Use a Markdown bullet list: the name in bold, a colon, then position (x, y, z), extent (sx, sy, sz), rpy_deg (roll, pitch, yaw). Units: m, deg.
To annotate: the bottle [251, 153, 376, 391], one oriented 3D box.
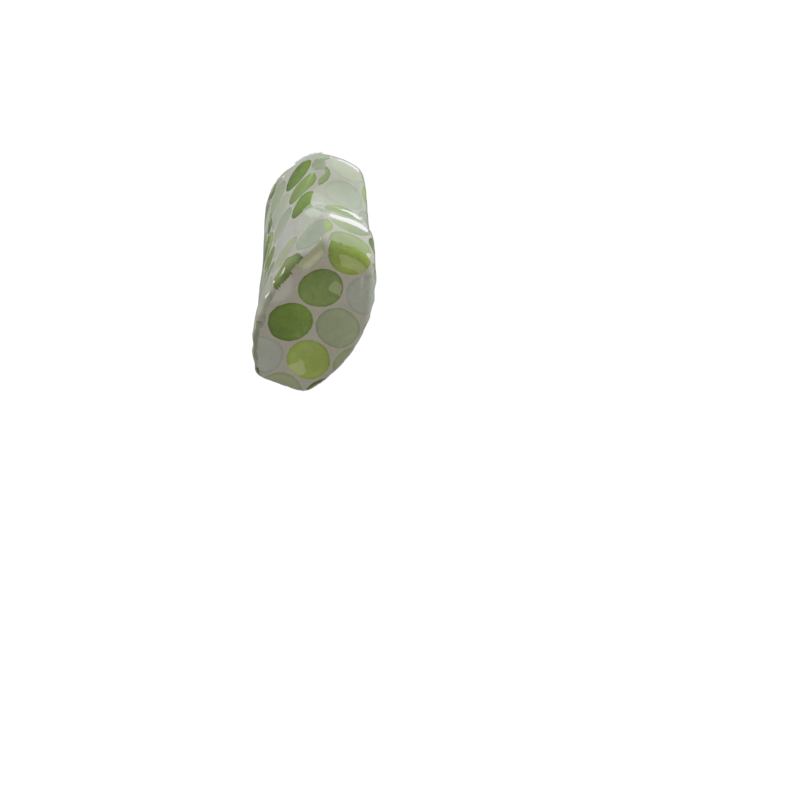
- **bottle**: position (-0.053, -0.096, 0.674), extent (0.057, 0.092, 0.204), rpy_deg (19, 29, -15)
